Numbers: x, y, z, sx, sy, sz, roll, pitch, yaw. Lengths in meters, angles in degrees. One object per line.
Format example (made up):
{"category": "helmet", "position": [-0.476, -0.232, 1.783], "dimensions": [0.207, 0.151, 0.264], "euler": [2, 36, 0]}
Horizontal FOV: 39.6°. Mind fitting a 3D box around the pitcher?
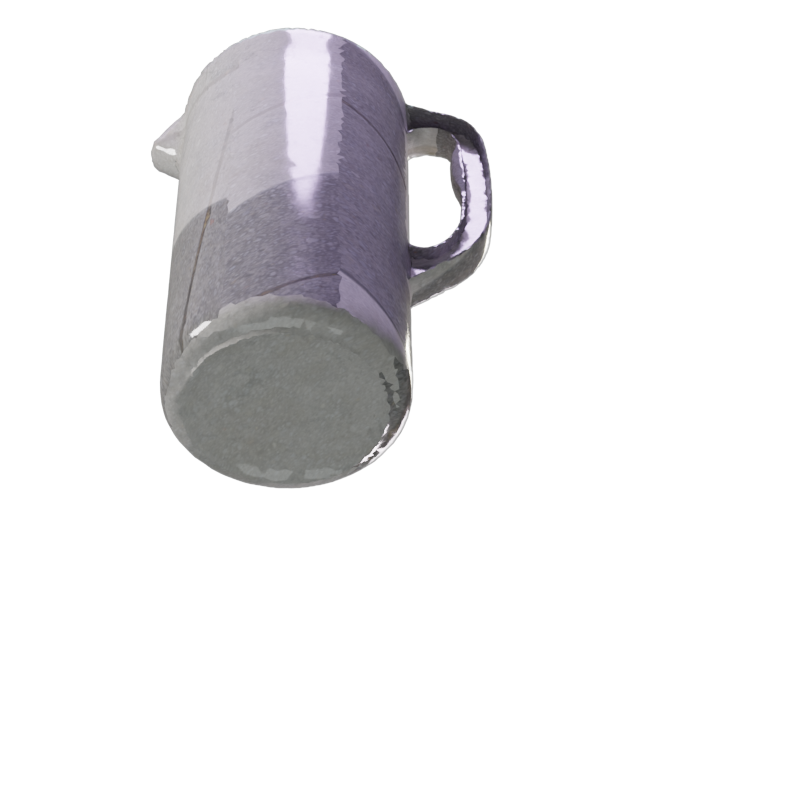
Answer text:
{"category": "pitcher", "position": [-0.044, -0.080, 0.560], "dimensions": [0.137, 0.260, 0.147], "euler": [35, -60, -28]}
